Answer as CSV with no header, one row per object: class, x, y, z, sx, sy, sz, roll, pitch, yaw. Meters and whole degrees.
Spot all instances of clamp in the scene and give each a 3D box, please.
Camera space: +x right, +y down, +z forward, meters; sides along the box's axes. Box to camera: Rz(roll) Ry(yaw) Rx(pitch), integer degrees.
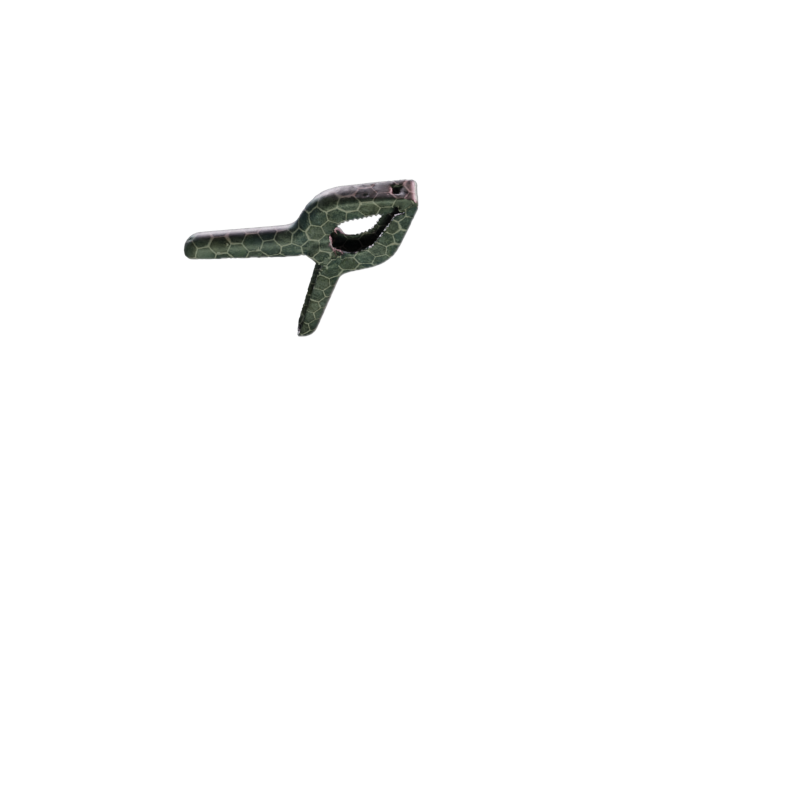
clamp,-0.077,-0.140,0.982,0.154,0.039,0.208,31,-47,-34
